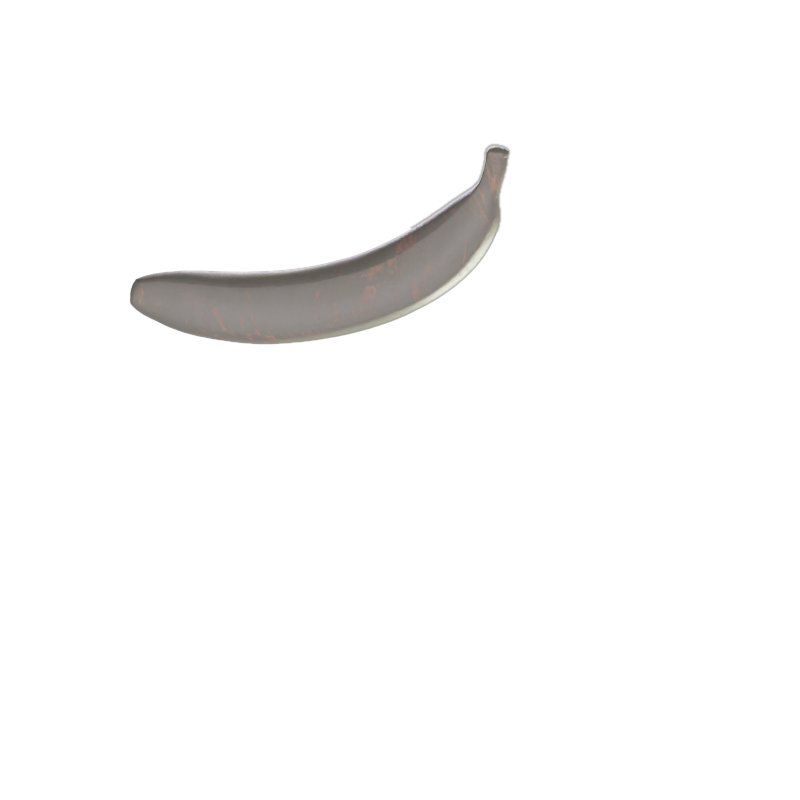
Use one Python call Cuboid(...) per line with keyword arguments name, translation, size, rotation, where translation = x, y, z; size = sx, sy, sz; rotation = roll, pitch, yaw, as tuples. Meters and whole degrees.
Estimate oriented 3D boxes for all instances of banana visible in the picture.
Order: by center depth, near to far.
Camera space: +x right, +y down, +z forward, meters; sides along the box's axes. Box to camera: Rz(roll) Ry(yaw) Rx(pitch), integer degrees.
Cuboid(name="banana", translation=(-0.032, -0.063, 0.549), size=(0.198, 0.066, 0.038), rotation=(-20, 19, 7))
